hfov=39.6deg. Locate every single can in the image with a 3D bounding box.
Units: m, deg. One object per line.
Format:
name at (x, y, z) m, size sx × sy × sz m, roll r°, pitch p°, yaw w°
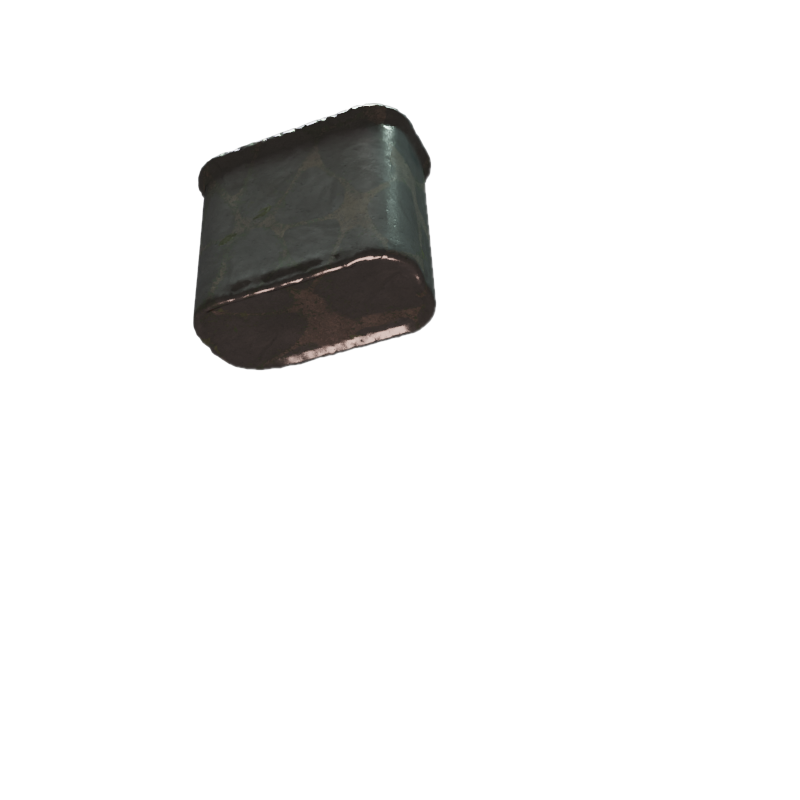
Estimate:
can at (-0.036, -0.067, 0.467) m, size 0.103 × 0.090 × 0.053 m, roll -16°, pitch -41°, yaw 17°
